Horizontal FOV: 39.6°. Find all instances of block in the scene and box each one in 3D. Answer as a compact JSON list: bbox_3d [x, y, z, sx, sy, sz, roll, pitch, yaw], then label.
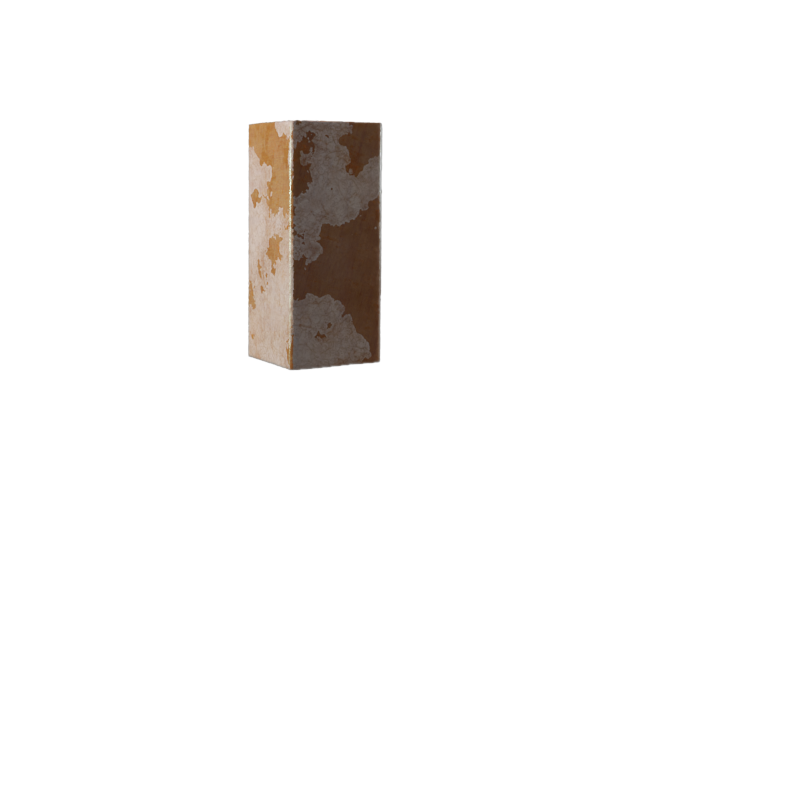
[{"bbox_3d":[-0.075,-0.138,0.964,0.087,0.204,0.094,-2,5,-31],"label":"block"}]
